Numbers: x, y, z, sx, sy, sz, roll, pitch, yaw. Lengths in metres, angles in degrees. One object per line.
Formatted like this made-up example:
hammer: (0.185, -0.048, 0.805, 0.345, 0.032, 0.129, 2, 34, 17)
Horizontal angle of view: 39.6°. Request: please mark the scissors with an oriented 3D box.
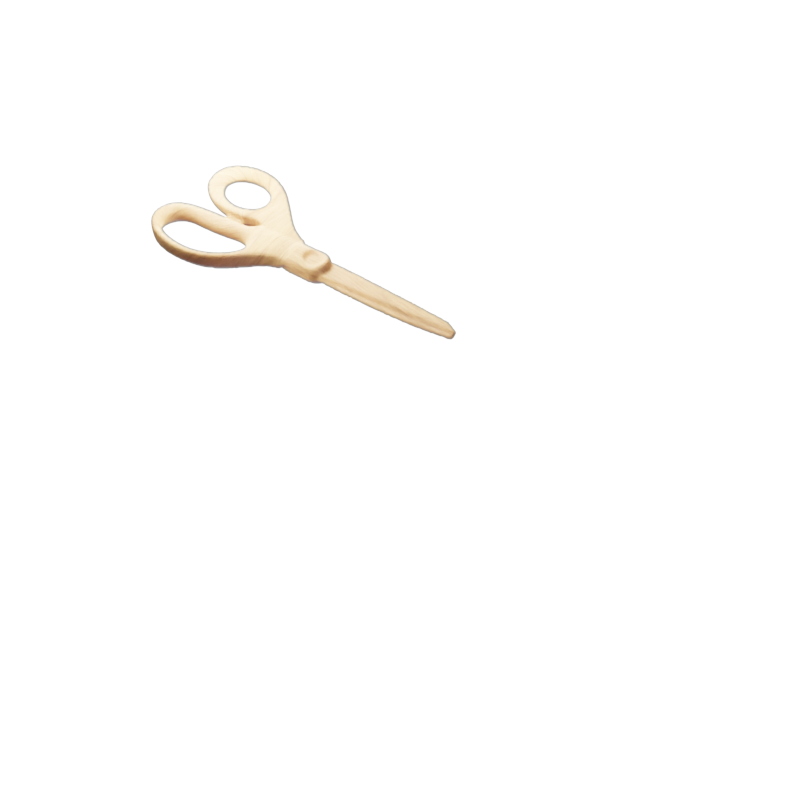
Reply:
scissors: (-0.053, -0.097, 0.682, 0.207, 0.101, 0.015, 15, -40, 13)
